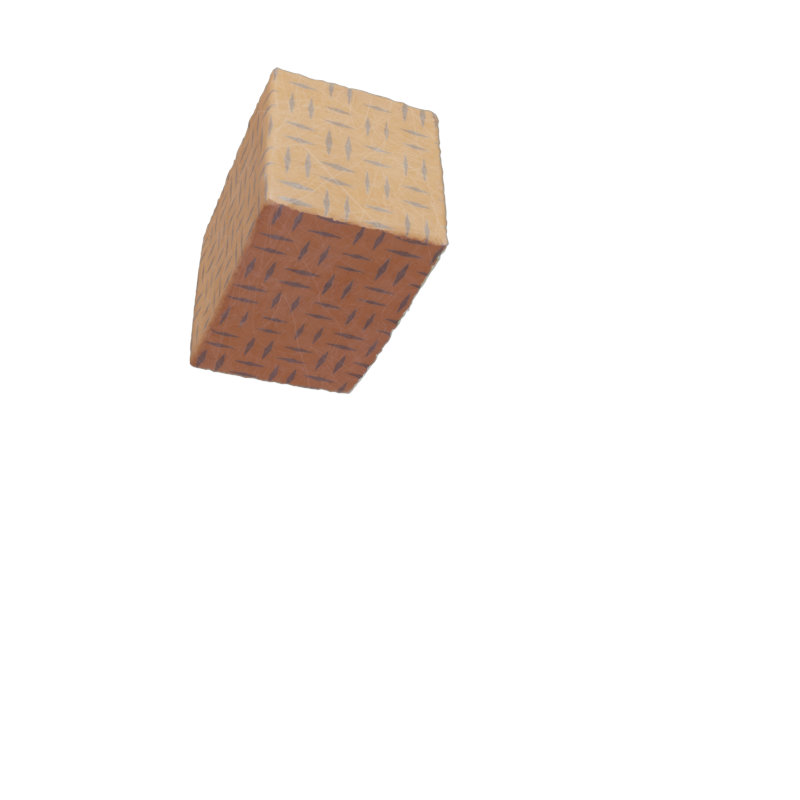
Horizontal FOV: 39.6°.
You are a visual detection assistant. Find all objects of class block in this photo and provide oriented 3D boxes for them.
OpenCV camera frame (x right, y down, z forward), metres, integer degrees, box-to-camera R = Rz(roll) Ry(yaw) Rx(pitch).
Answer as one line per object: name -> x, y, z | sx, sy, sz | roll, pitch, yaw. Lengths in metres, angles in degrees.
block -> -0.025, -0.046, 0.325 | 0.051, 0.055, 0.075 | 13, -40, -19
